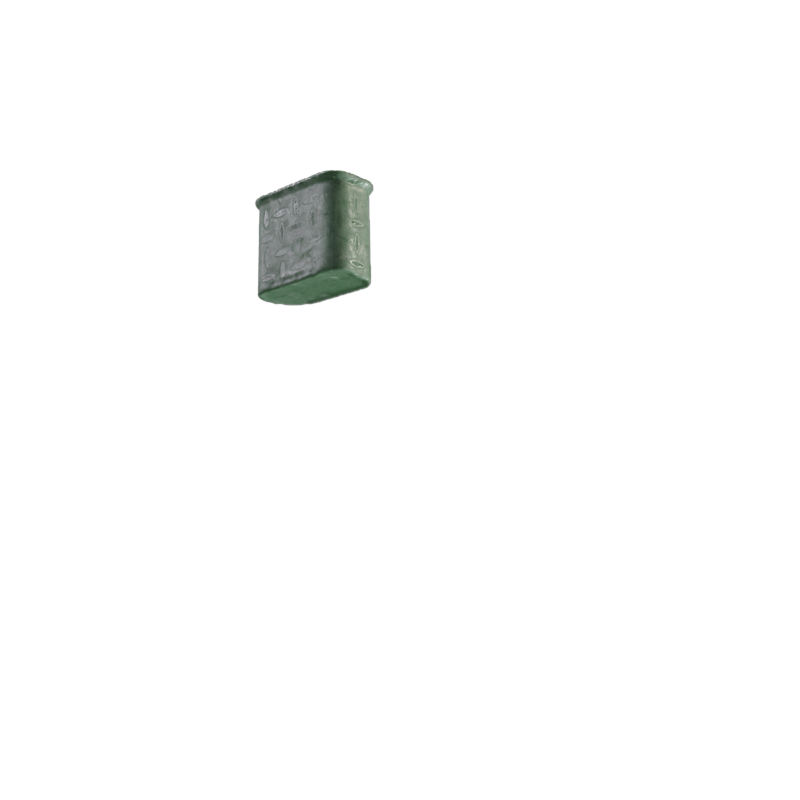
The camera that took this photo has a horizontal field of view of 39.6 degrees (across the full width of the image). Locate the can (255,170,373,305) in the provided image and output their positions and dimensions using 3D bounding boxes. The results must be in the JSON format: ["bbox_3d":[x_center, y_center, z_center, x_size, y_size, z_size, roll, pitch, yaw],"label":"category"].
[{"bbox_3d":[-0.070,-0.127,0.891,0.104,0.088,0.054,-15,-23,39],"label":"can"}]
